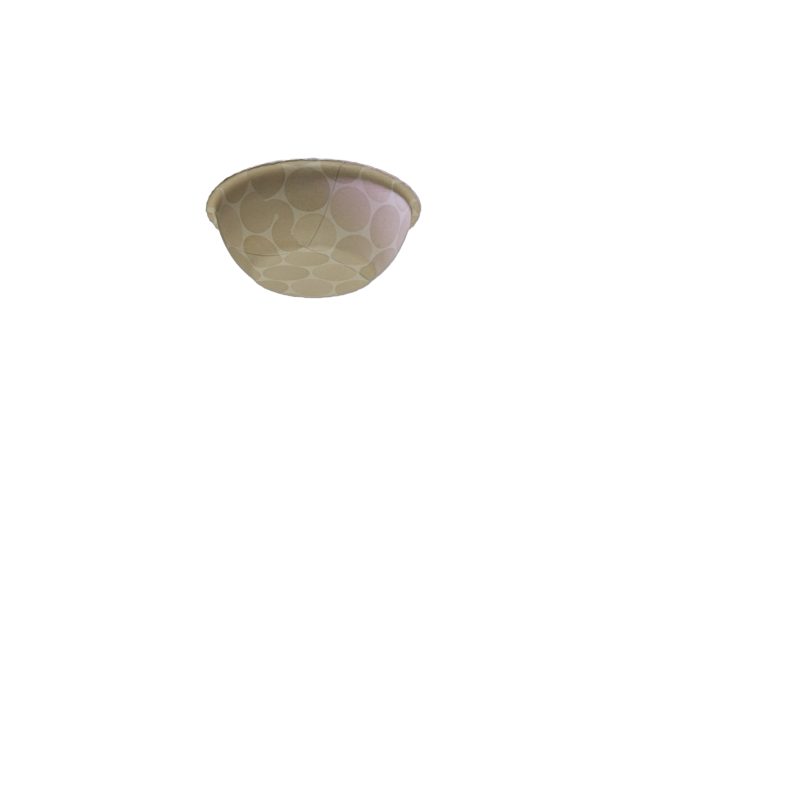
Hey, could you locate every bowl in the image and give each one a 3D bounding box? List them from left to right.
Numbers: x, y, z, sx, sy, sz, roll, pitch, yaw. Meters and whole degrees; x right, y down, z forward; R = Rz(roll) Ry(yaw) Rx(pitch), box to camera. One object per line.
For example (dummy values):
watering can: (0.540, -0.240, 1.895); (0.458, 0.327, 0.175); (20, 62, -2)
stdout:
bowl: (-0.065, -0.118, 0.824); (0.162, 0.058, 0.154); (0, -19, -2)
